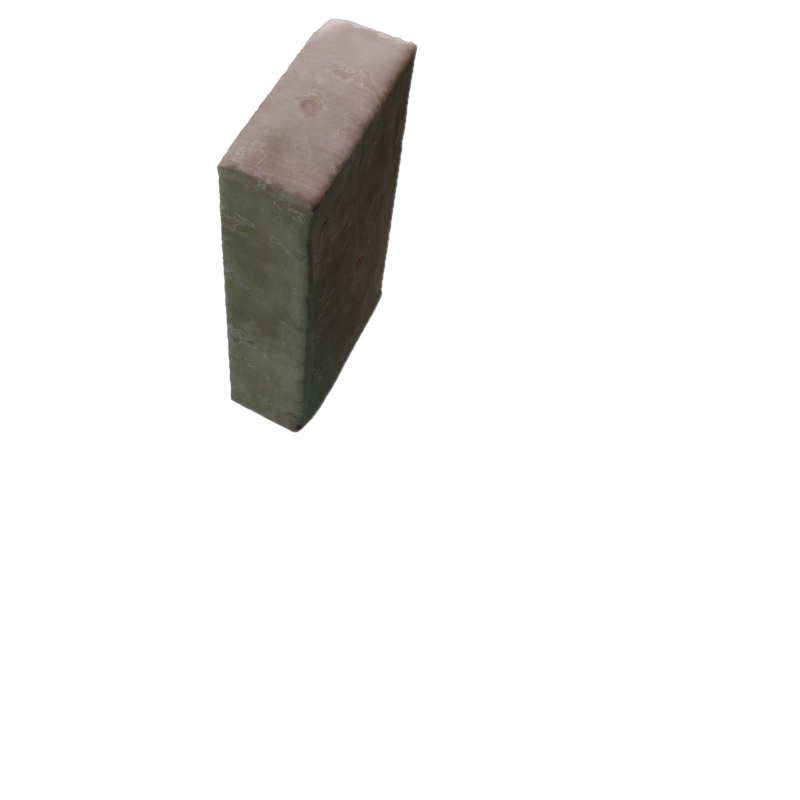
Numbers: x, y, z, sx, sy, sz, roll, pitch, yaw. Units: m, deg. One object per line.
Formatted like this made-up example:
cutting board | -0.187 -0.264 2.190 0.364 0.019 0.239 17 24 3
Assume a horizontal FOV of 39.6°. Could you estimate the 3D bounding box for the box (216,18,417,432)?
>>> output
box | -0.037 -0.068 0.475 0.049 0.097 0.165 22 -31 10
